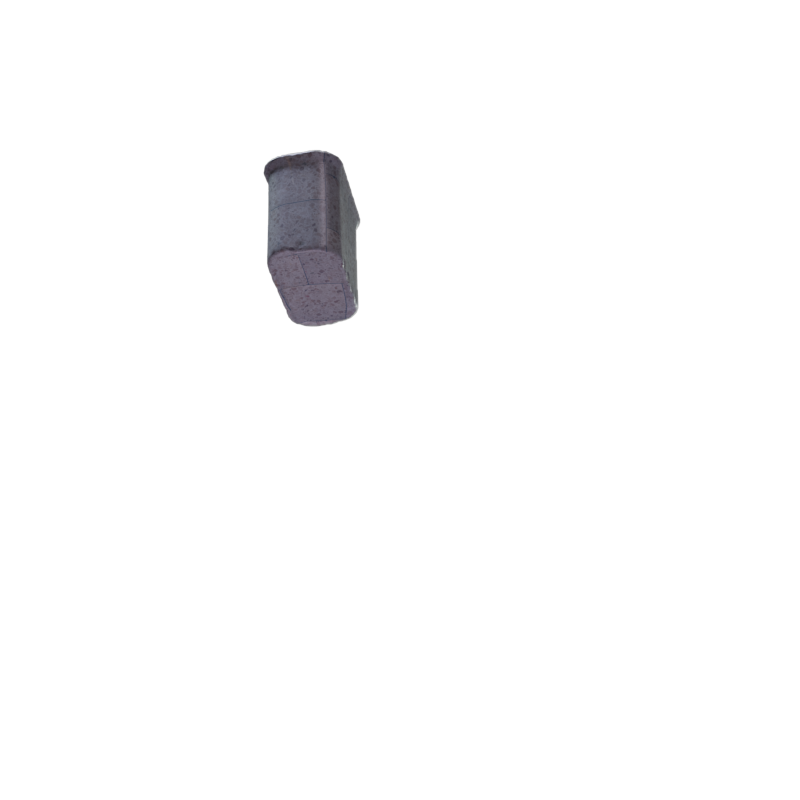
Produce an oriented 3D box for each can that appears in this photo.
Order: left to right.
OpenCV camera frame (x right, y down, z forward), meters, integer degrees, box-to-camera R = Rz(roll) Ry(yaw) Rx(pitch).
[{"bbox_3d":[-0.062,-0.113,0.790,0.058,0.089,0.094,-7,-32,8],"label":"can"}]
